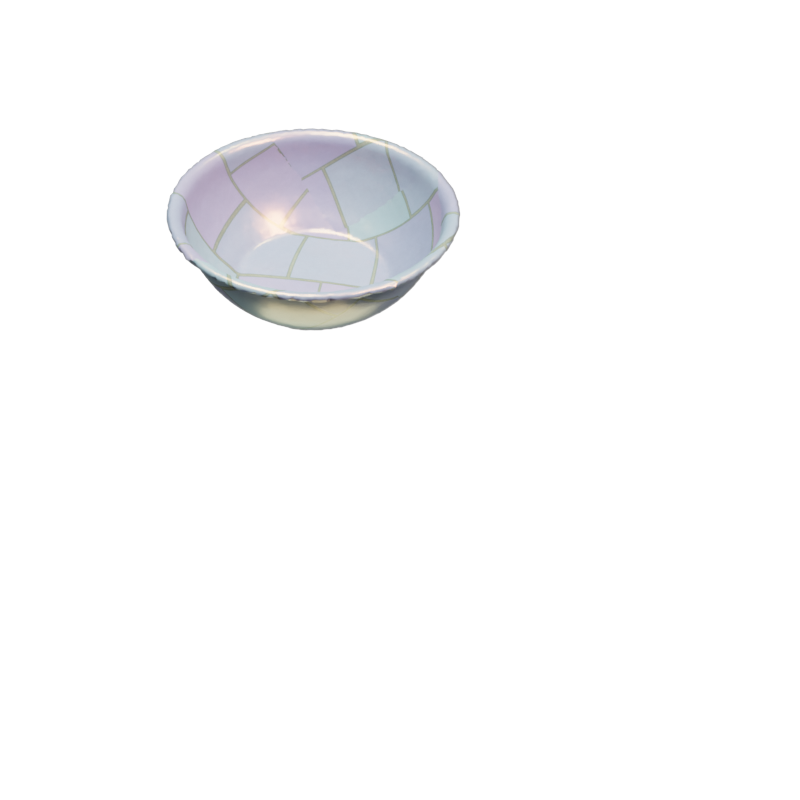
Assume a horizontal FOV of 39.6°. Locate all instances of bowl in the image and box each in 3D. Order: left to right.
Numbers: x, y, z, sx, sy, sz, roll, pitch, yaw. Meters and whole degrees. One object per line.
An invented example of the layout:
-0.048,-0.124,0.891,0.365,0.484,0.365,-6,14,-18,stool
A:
-0.049,-0.090,0.629,0.162,0.051,0.174,-1,42,-1,bowl
